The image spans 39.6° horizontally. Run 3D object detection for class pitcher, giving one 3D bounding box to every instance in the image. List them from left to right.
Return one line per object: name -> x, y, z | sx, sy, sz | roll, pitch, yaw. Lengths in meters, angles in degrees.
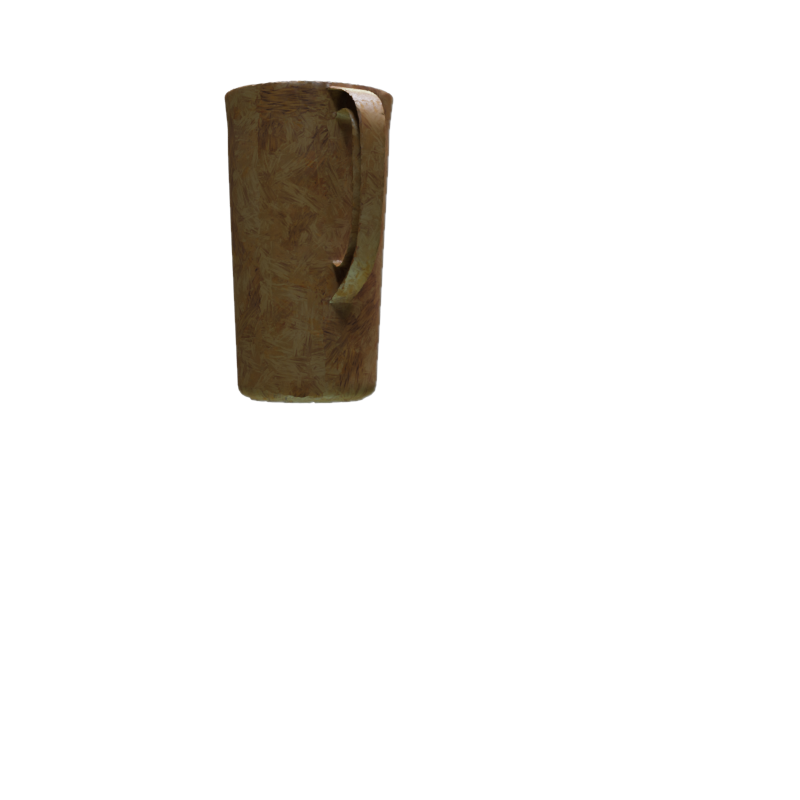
pitcher -> -0.067, -0.122, 0.855 | 0.148, 0.245, 0.145 | -1, -2, 15
